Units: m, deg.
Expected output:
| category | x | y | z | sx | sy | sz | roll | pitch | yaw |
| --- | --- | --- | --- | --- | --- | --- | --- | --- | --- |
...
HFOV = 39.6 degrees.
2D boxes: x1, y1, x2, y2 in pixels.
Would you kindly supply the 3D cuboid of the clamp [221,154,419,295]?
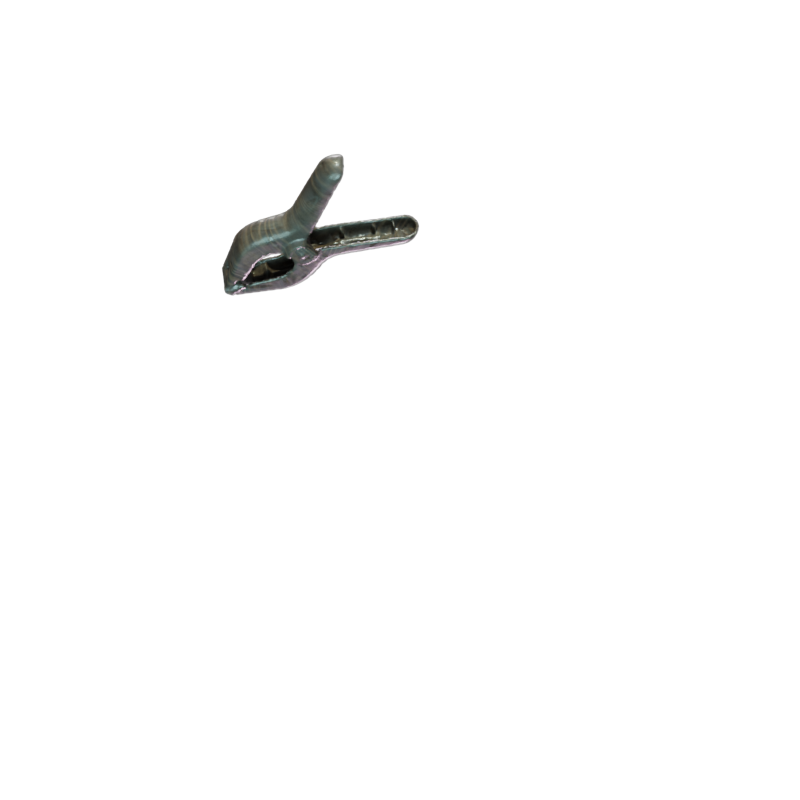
| category | x | y | z | sx | sy | sz | roll | pitch | yaw |
| --- | --- | --- | --- | --- | --- | --- | --- | --- | --- |
| clamp | -0.072 | -0.132 | 0.926 | 0.171 | 0.042 | 0.112 | -30 | -46 | 33 |
